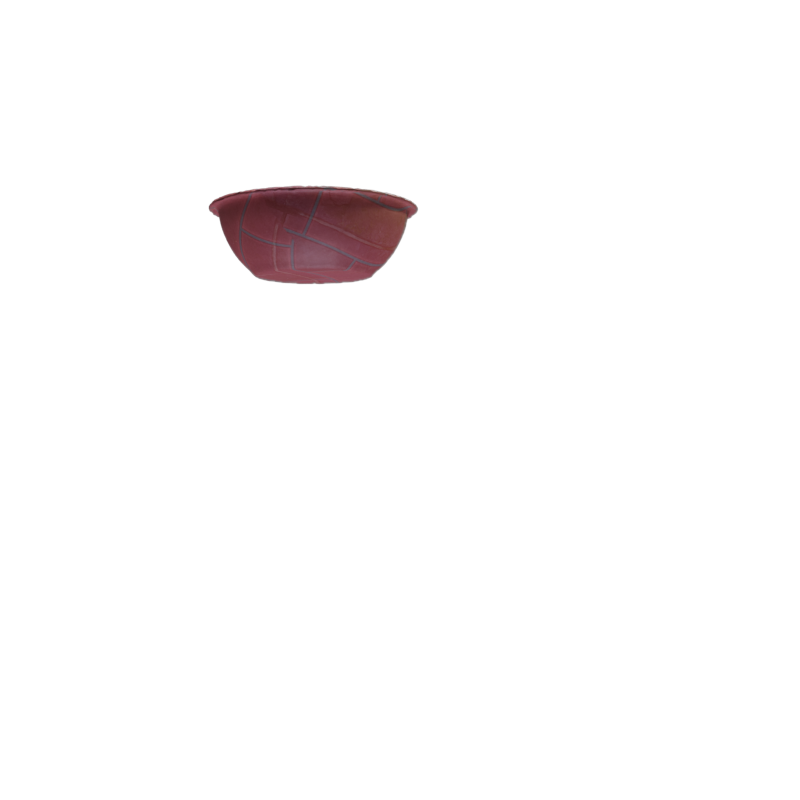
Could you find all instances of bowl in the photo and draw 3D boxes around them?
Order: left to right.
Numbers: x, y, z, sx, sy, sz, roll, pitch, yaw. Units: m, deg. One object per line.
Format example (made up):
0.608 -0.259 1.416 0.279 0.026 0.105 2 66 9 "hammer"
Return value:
-0.067 -0.122 0.855 0.162 0.056 0.160 0 -2 -2 "bowl"
